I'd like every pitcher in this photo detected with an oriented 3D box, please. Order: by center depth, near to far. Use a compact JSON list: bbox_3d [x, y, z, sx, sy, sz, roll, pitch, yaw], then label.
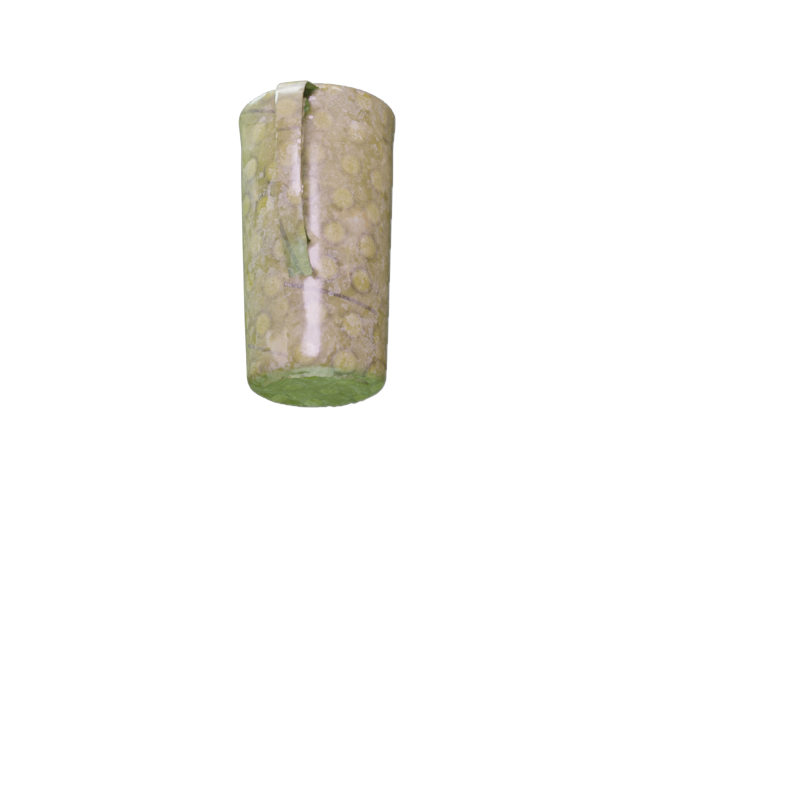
[{"bbox_3d":[-0.069,-0.127,0.887,0.142,0.256,0.145,14,-26,-34],"label":"pitcher"}]
